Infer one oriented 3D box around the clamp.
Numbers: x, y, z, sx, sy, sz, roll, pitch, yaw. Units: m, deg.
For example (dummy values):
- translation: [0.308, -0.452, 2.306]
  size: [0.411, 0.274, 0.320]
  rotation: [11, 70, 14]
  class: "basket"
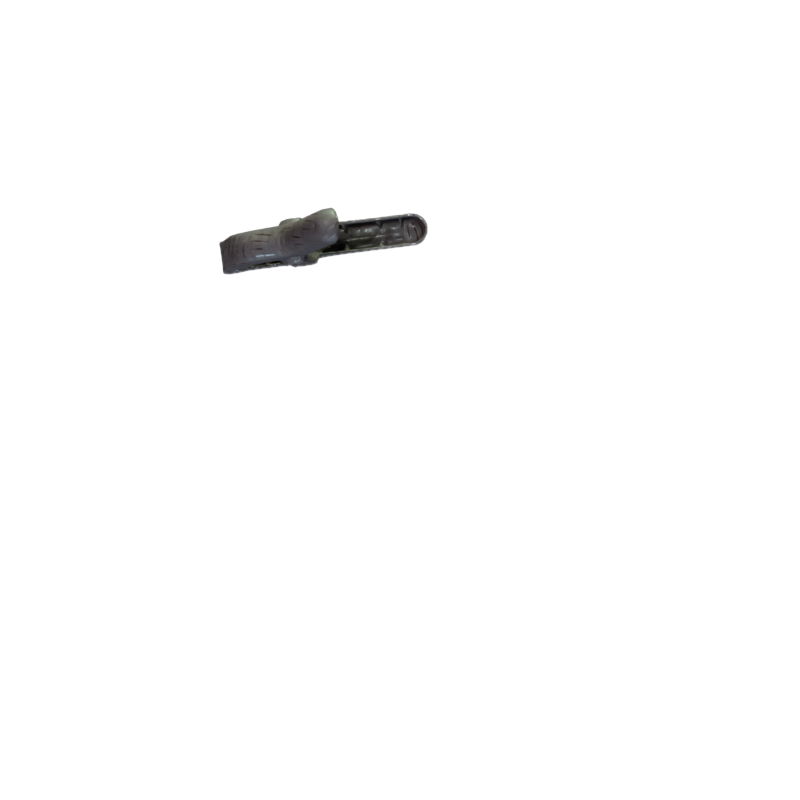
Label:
- translation: [-0.067, -0.122, 0.858]
  size: [0.115, 0.040, 0.177]
  rotation: [1, -2, -43]
  class: "clamp"
